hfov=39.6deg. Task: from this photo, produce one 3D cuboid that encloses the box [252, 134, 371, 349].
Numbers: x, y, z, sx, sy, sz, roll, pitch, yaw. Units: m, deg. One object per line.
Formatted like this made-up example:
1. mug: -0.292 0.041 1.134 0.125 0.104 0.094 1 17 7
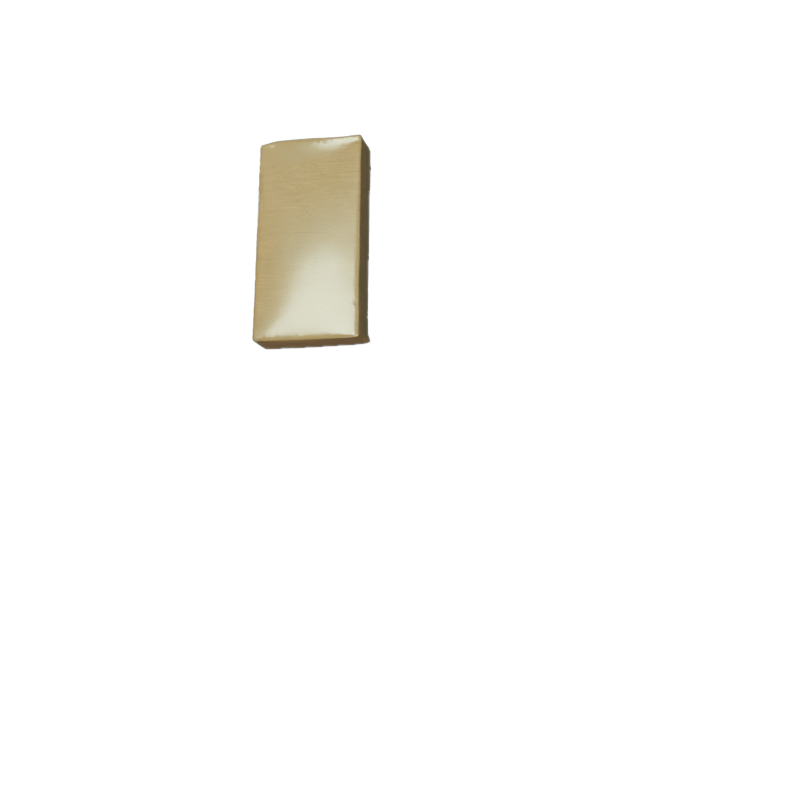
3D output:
1. box: -0.074 -0.134 0.938 0.095 0.182 0.046 -4 -14 14
